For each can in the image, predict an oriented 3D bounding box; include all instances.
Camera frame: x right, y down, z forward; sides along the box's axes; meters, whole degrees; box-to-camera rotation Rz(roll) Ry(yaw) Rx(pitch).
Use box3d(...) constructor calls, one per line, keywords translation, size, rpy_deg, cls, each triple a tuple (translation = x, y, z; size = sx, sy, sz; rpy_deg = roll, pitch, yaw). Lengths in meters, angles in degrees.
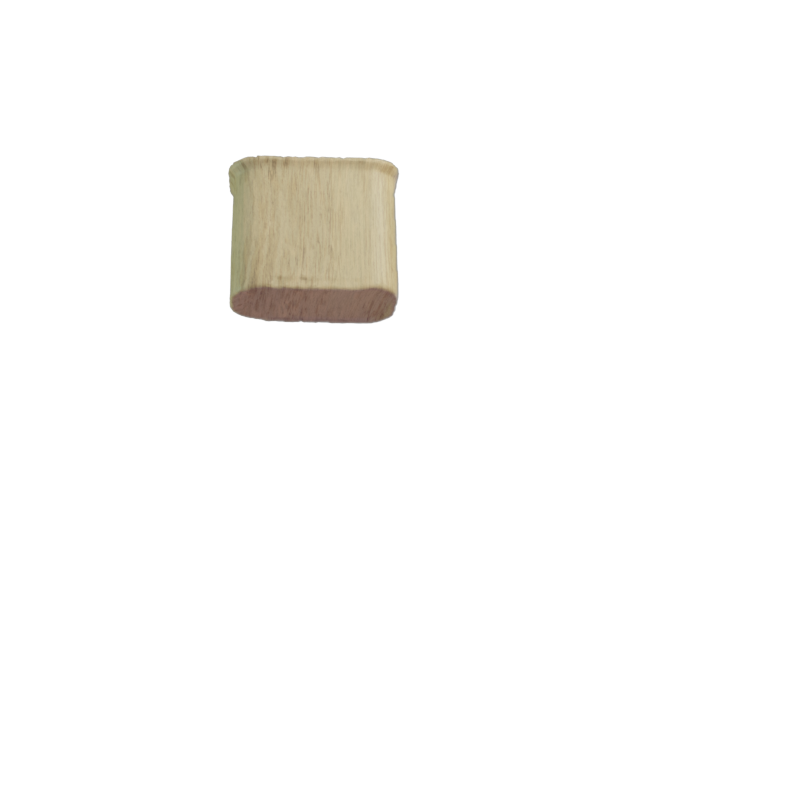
box3d(translation=(-0.051, -0.093, 0.653), size=(0.101, 0.088, 0.055), rpy_deg=(1, -23, -4), cls="can")
